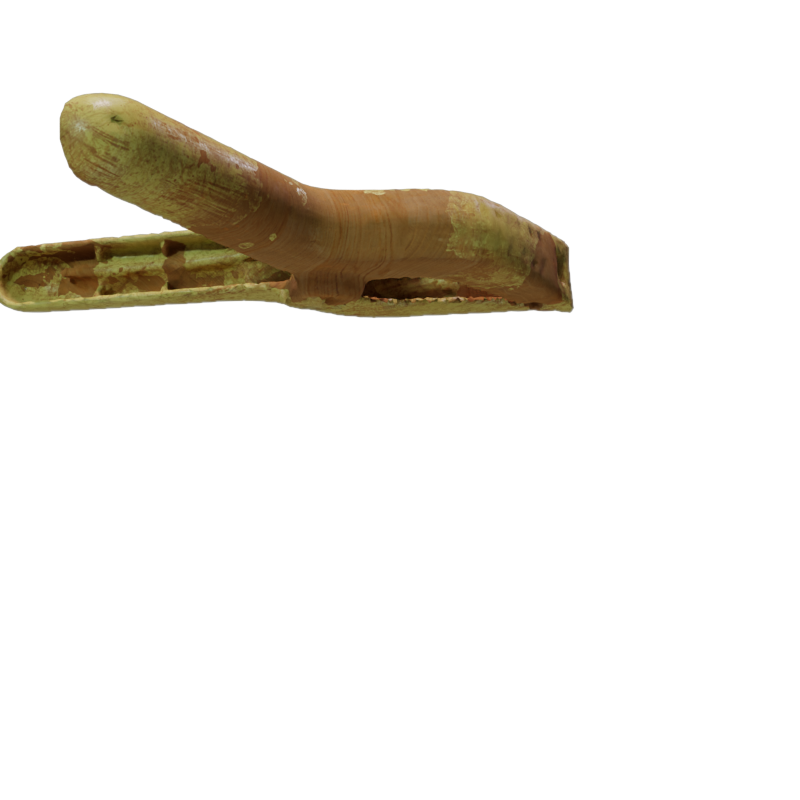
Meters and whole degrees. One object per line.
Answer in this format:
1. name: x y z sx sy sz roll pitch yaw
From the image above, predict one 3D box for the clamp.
1. clamp: -0.029 -0.053 0.374 0.205 0.038 0.163 3 -10 -16
